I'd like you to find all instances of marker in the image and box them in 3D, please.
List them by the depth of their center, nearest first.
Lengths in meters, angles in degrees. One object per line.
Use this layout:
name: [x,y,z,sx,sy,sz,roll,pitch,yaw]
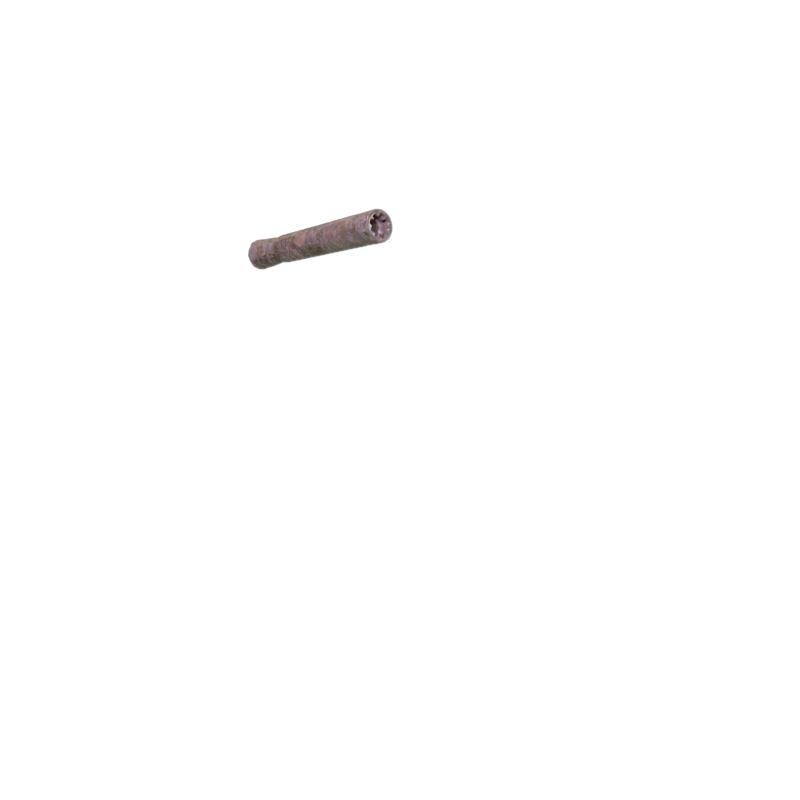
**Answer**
marker: [-0.050,-0.091,0.640,0.019,0.020,0.124,-3,0,-39]
